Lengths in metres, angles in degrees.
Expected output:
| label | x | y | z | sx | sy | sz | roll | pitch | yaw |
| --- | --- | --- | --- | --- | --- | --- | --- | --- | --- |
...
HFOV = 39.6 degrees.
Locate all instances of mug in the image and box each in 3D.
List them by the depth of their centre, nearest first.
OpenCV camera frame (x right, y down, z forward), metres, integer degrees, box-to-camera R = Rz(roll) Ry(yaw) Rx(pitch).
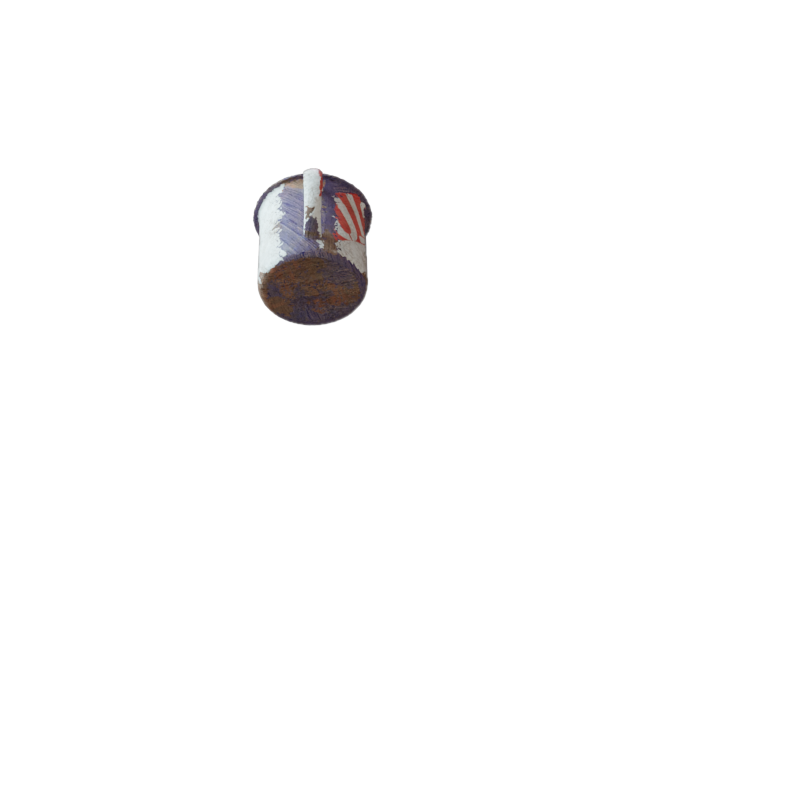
| label | x | y | z | sx | sy | sz | roll | pitch | yaw |
| --- | --- | --- | --- | --- | --- | --- | --- | --- | --- |
| mug | -0.065 | -0.119 | 0.831 | 0.093 | 0.088 | 0.109 | 2 | -43 | -4 |
